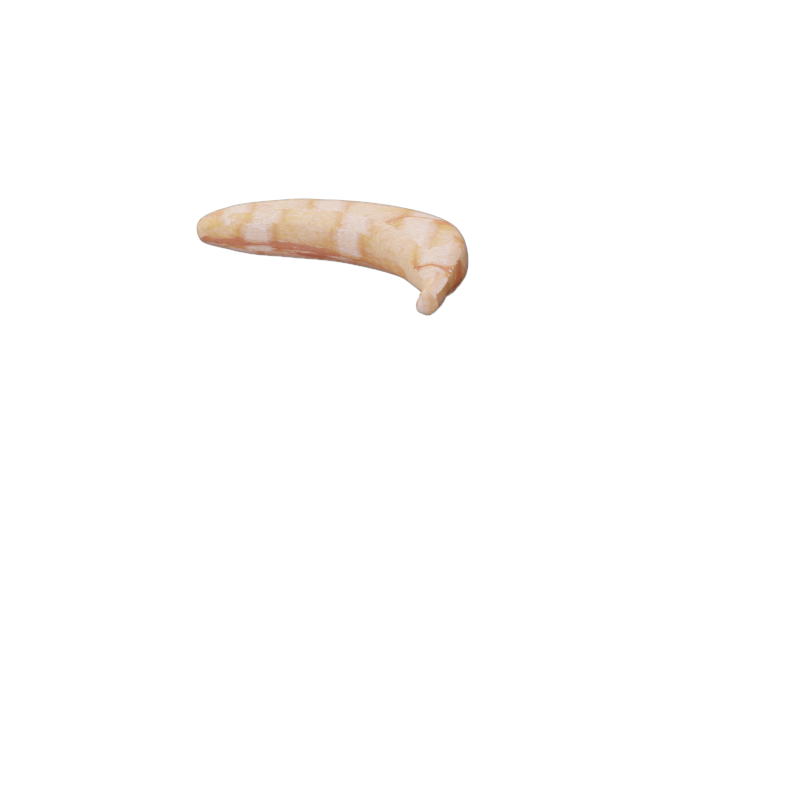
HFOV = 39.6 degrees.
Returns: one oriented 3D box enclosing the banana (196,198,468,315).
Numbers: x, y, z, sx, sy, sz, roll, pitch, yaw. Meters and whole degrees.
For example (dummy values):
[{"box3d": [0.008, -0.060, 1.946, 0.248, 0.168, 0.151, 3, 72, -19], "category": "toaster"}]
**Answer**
[{"box3d": [-0.030, -0.086, 0.594, 0.068, 0.035, 0.209, -14, 23, -39], "category": "banana"}]
